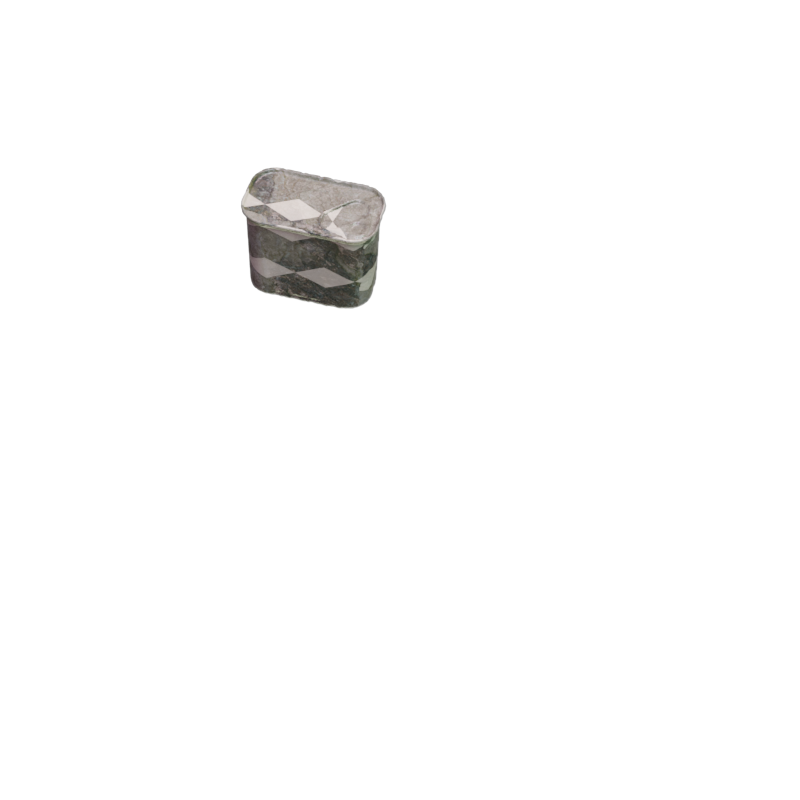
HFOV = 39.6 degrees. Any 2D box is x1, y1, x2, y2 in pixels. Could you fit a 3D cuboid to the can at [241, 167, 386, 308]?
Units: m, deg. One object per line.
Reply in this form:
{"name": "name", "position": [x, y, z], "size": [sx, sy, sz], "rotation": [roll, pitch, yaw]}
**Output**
{"name": "can", "position": [-0.065, -0.118, 0.828], "size": [0.104, 0.061, 0.078], "rotation": [13, -38, 9]}
